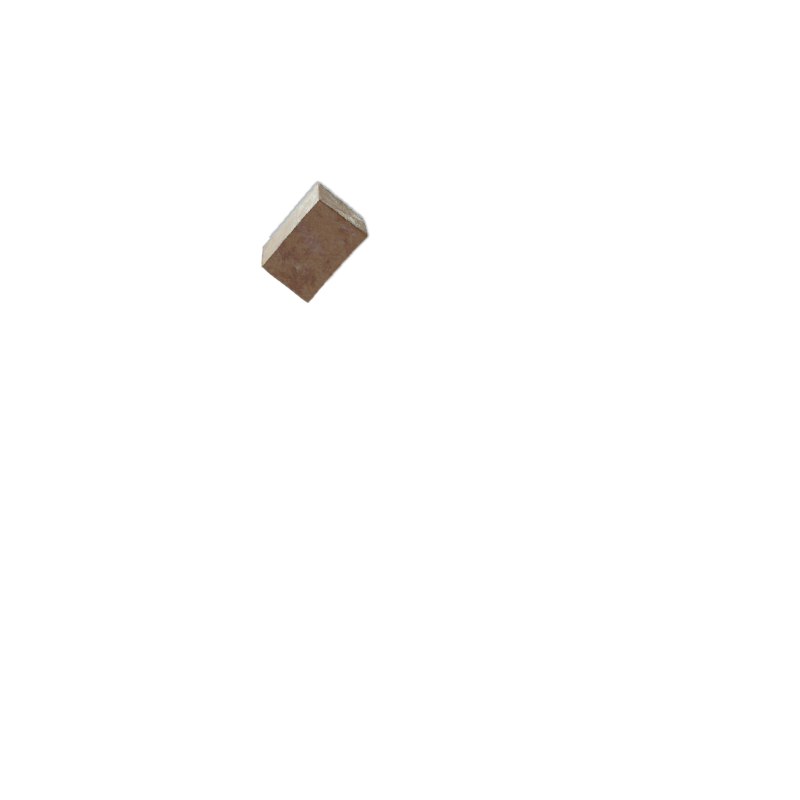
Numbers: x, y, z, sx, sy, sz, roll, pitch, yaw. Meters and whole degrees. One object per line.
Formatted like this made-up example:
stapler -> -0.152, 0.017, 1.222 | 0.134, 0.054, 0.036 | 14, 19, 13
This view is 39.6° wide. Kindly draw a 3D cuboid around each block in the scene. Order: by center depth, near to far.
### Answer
block -> -0.072, -0.131, 0.919 | 0.051, 0.077, 0.054 | 39, 17, -17
